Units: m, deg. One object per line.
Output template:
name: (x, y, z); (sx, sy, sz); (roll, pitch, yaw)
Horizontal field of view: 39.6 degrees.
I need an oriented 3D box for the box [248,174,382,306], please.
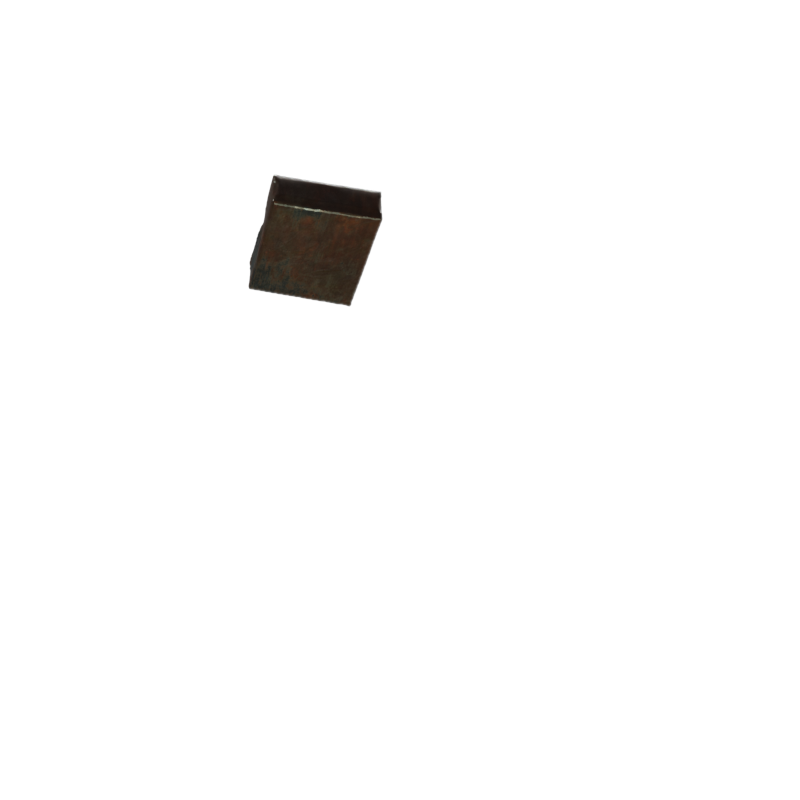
box: (-0.058, -0.106, 0.743); (0.072, 0.032, 0.085); (9, -41, -11)
